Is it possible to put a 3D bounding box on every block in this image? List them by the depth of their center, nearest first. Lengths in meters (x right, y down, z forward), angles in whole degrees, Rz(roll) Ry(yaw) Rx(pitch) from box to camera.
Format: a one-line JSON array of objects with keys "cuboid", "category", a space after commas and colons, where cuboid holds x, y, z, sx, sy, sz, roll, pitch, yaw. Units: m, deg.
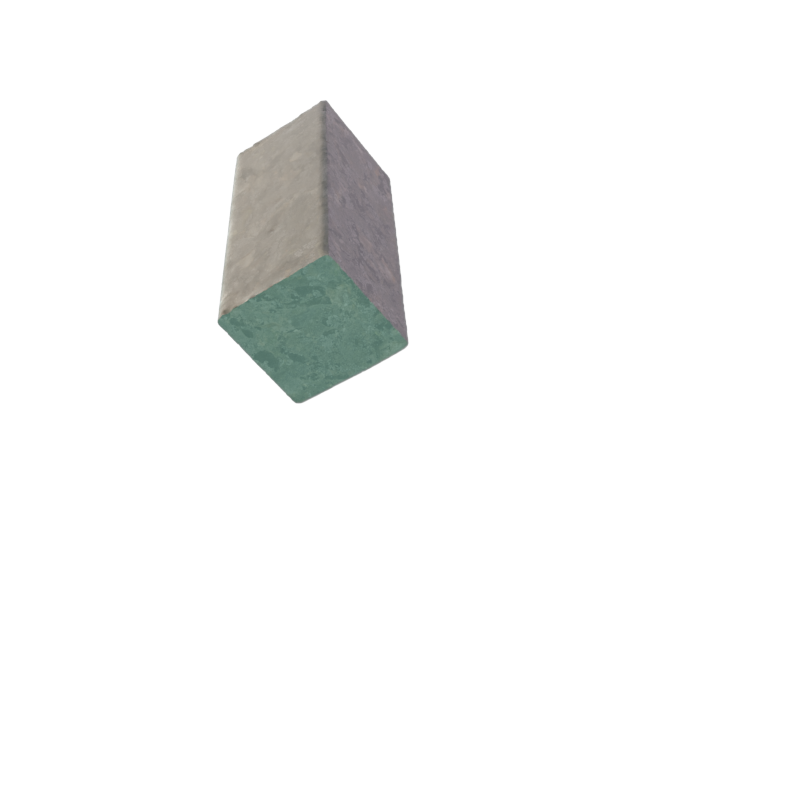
[{"cuboid": [-0.061, -0.111, 0.779, 0.090, 0.221, 0.085, -29, -55, 19], "category": "block"}]
